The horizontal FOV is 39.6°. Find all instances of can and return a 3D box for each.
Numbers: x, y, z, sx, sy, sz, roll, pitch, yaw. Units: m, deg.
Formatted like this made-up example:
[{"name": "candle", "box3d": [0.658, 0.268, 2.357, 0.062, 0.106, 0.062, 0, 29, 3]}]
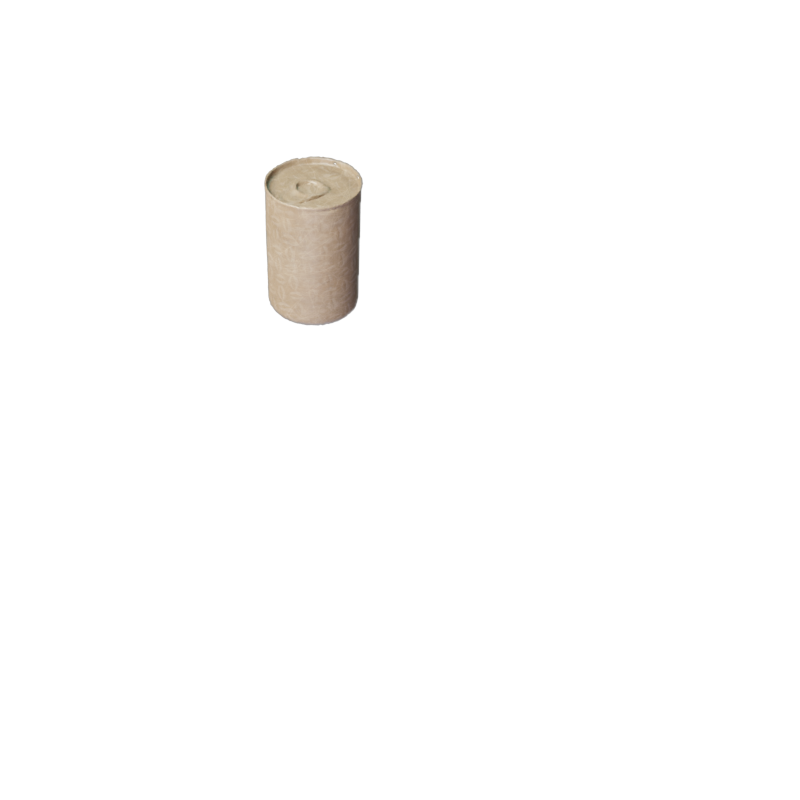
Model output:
[{"name": "can", "box3d": [-0.062, -0.113, 0.790, 0.068, 0.095, 0.073, 0, 38, -3]}]
